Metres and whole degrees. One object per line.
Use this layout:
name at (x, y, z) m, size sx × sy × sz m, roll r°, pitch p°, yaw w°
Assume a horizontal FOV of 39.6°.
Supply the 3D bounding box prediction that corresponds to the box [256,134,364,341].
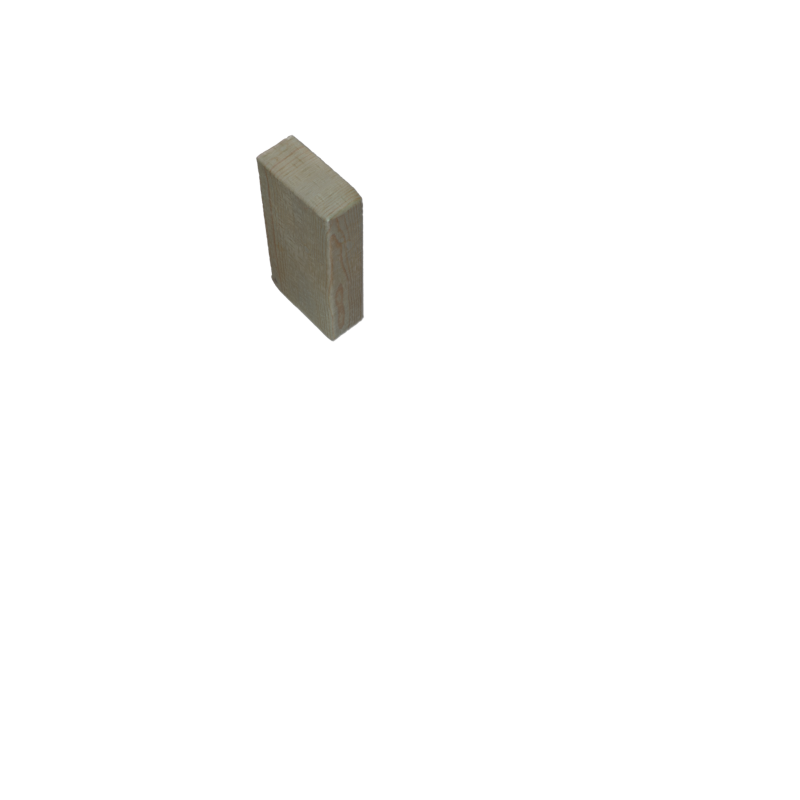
box at (-0.074, -0.136, 0.951) m, size 0.048 × 0.099 × 0.165 m, roll -34°, pitch -25°, yaw -23°
